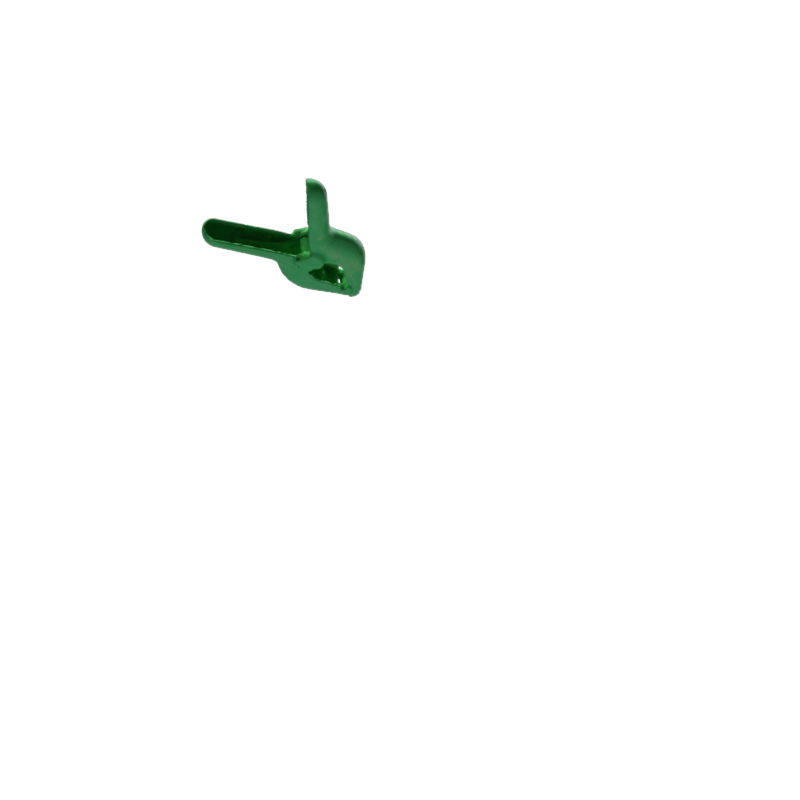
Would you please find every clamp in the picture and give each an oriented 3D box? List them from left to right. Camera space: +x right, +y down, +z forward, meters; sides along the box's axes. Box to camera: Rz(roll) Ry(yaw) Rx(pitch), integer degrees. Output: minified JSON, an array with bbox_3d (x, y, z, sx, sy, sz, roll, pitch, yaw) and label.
[{"bbox_3d":[-0.077,-0.140,0.978,0.122,0.041,0.161,-16,-25,37],"label":"clamp"}]
